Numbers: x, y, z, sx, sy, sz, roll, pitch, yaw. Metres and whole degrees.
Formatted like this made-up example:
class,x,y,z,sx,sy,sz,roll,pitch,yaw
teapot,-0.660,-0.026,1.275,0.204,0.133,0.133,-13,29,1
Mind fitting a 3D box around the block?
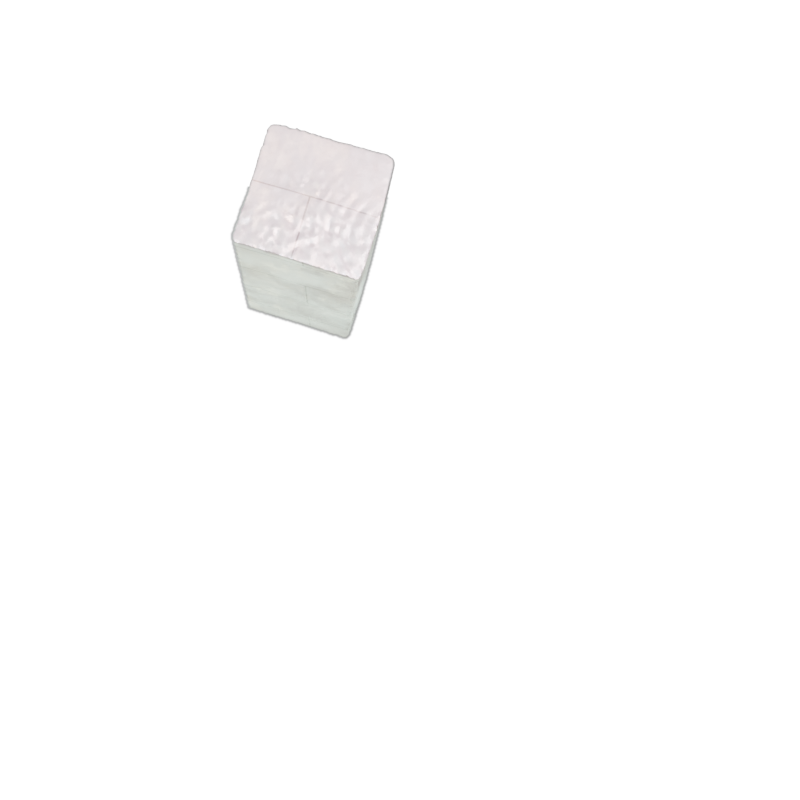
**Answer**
class,x,y,z,sx,sy,sz,roll,pitch,yaw
block,-0.064,-0.119,0.829,0.091,0.092,0.201,17,-10,-1
